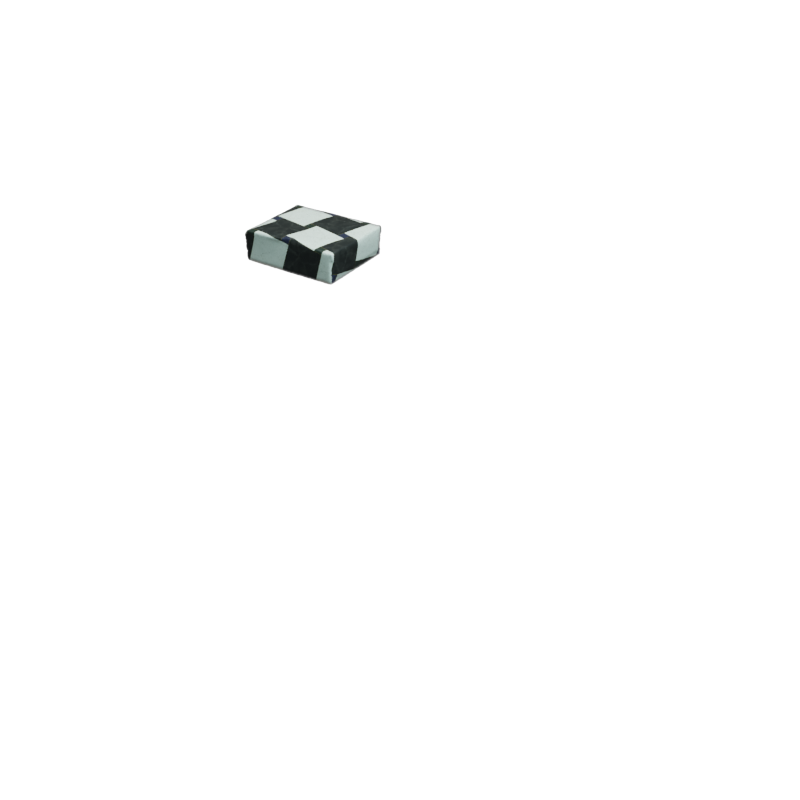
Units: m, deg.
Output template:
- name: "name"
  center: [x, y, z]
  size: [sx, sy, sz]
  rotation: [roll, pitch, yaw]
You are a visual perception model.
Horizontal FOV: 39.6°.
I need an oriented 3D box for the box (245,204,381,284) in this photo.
- name: "box"
  center: [-0.072, -0.132, 0.923]
  size: [0.094, 0.028, 0.073]
  rotation: [19, 34, 29]
